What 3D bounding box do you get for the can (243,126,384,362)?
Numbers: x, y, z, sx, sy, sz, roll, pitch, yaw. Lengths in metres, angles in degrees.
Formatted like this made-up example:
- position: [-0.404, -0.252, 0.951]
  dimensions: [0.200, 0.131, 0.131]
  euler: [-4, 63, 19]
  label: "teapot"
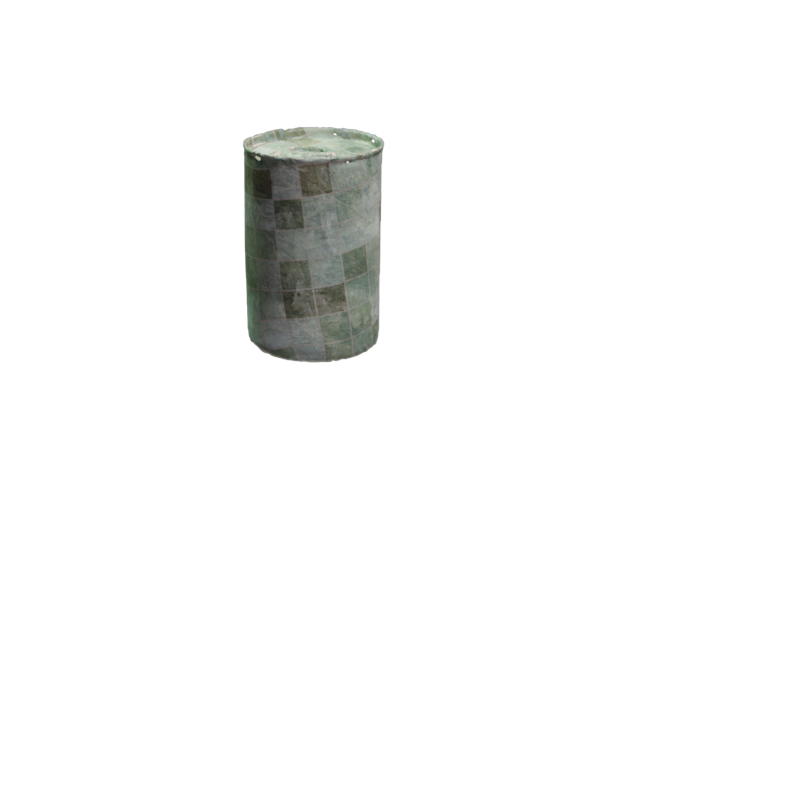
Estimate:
- position: [-0.043, -0.078, 0.548]
  dimensions: [0.068, 0.098, 0.072]
  euler: [0, 20, -2]
  label: "can"
